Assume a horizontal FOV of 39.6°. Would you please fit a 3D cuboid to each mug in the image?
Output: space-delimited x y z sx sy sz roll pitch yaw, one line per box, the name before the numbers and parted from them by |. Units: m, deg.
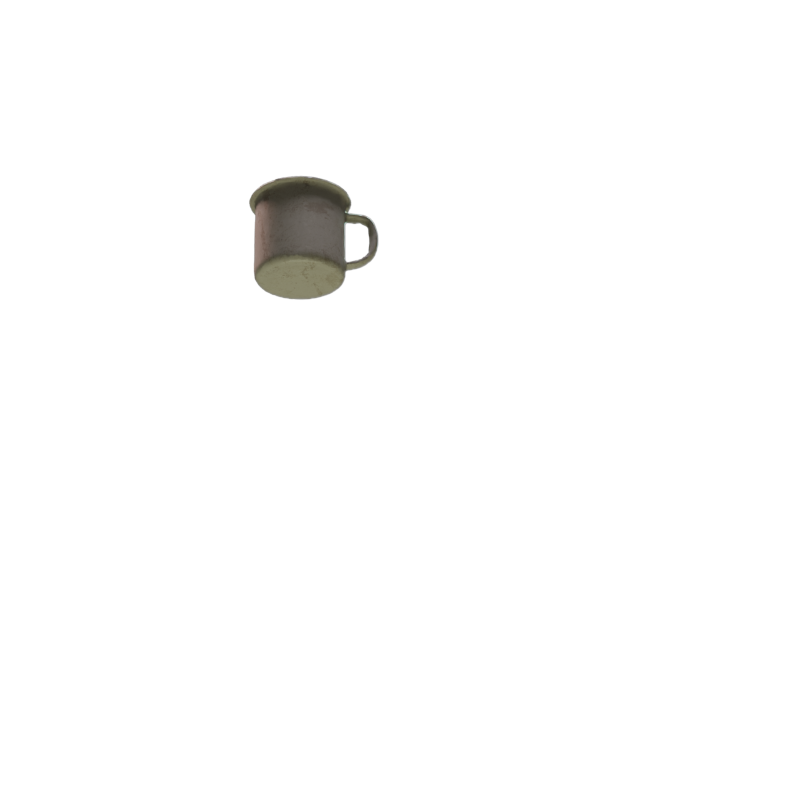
mug | -0.078 -0.142 0.995 0.116 0.086 0.089 2 -25 -5
